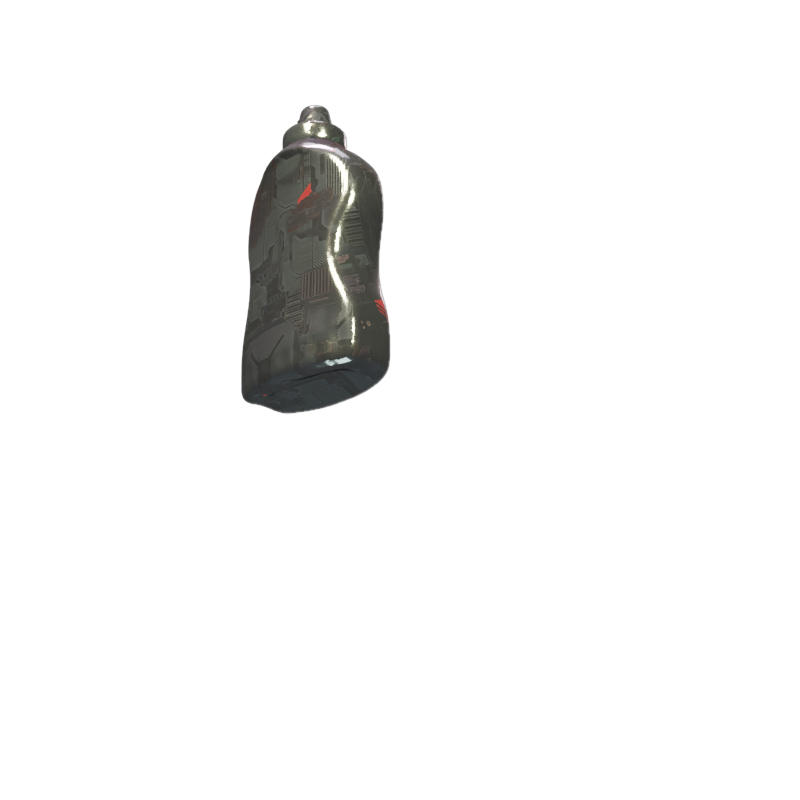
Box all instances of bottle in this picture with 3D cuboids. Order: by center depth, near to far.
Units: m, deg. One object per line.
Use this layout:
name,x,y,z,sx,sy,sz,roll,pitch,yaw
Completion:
bottle,-0.052,-0.095,0.666,0.055,0.203,0.096,22,-35,-39
